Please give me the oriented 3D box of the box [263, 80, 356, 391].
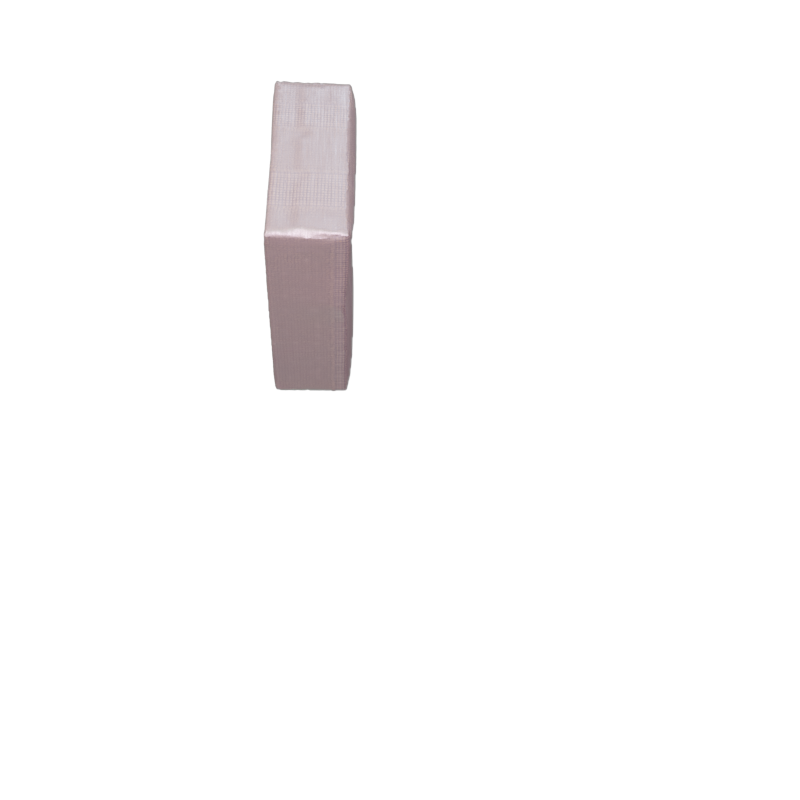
[{"bbox_3d":[-0.072,-0.132,0.922,0.072,0.176,0.200,1,-35,-3],"label":"box"}]
